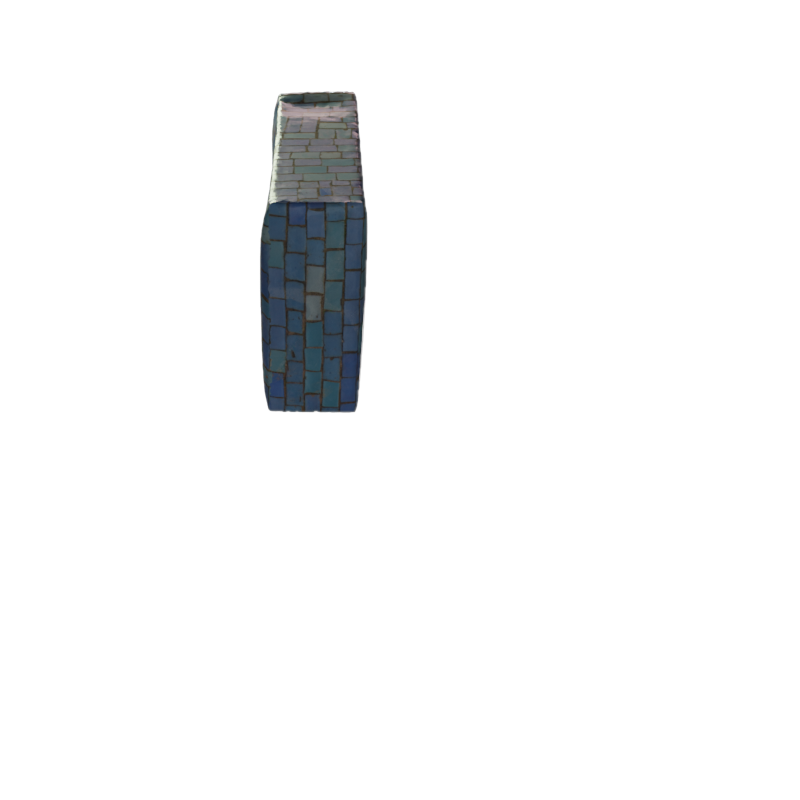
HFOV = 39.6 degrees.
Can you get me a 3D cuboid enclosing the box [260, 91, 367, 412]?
[{"bbox_3d":[-0.065,-0.118,0.829,0.072,0.155,0.228,0,32,-4],"label":"box"}]
